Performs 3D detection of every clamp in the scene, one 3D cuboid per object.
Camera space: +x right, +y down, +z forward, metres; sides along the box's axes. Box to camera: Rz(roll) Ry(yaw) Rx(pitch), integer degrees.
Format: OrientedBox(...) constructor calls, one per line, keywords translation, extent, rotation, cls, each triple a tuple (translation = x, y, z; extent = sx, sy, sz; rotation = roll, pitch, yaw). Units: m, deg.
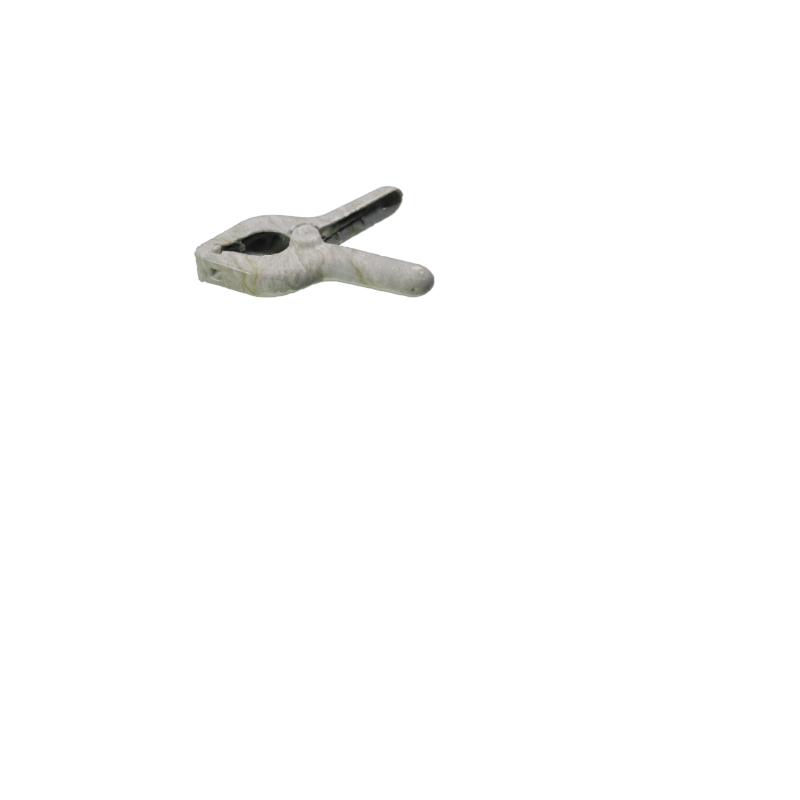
OrientedBox(translation=(-0.065, -0.118, 0.824), extent=(0.171, 0.037, 0.128), rotation=(0, 37, -1), cls="clamp")
